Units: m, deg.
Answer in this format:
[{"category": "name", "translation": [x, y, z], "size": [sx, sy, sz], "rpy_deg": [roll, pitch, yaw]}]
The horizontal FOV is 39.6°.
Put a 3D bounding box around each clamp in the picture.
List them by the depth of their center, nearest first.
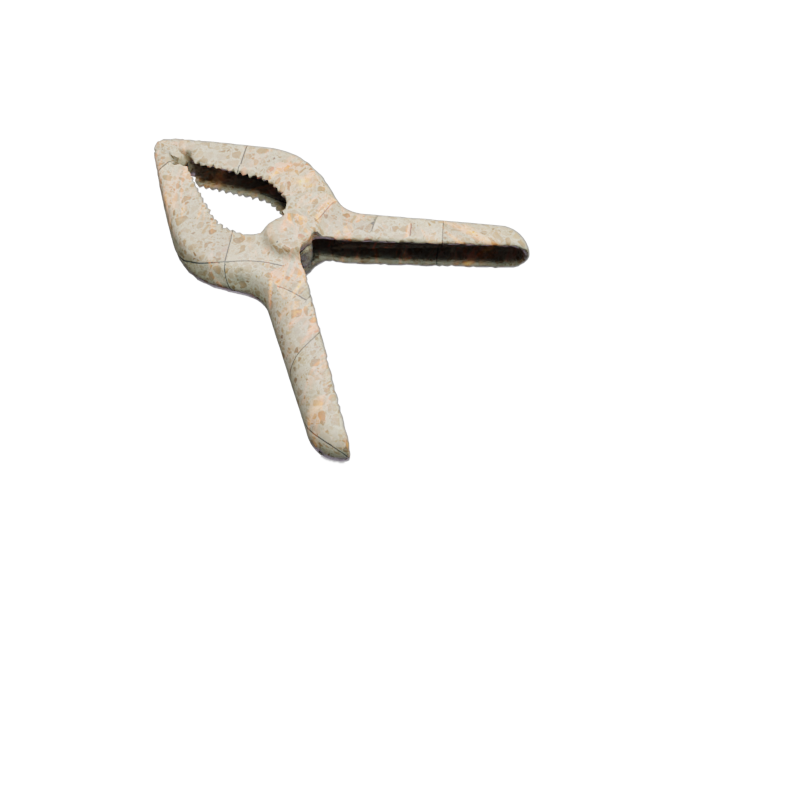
[{"category": "clamp", "translation": [-0.047, -0.086, 0.603], "size": [0.166, 0.222, 0.034], "rpy_deg": [-38, -26, -23]}]
